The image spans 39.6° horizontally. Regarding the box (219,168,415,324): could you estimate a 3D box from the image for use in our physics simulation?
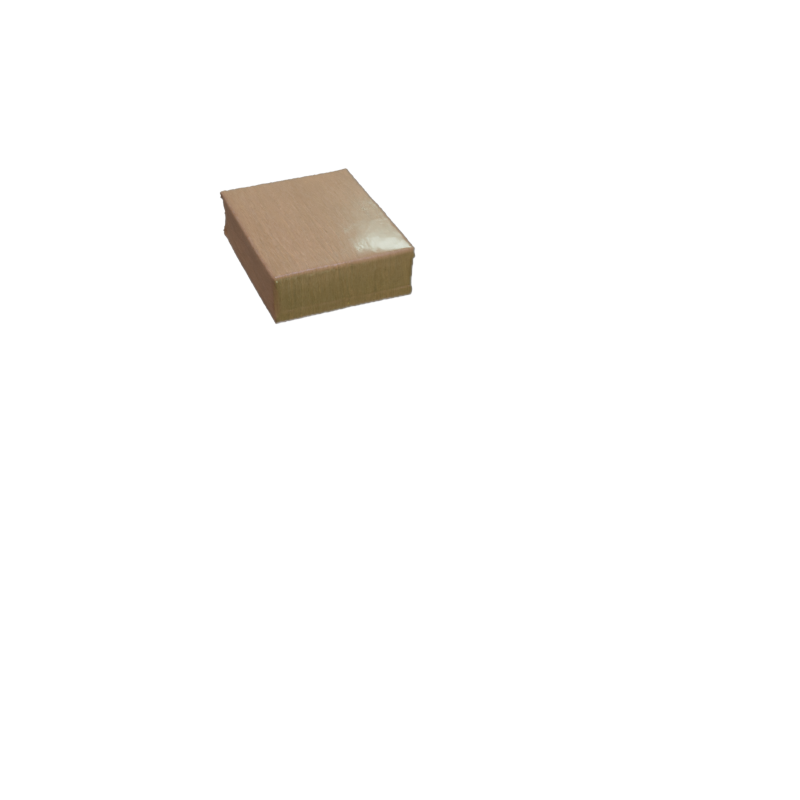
[{"bbox_3d":[-0.054,-0.099,0.694,0.088,0.036,0.123,-13,37,-19],"label":"box"}]
